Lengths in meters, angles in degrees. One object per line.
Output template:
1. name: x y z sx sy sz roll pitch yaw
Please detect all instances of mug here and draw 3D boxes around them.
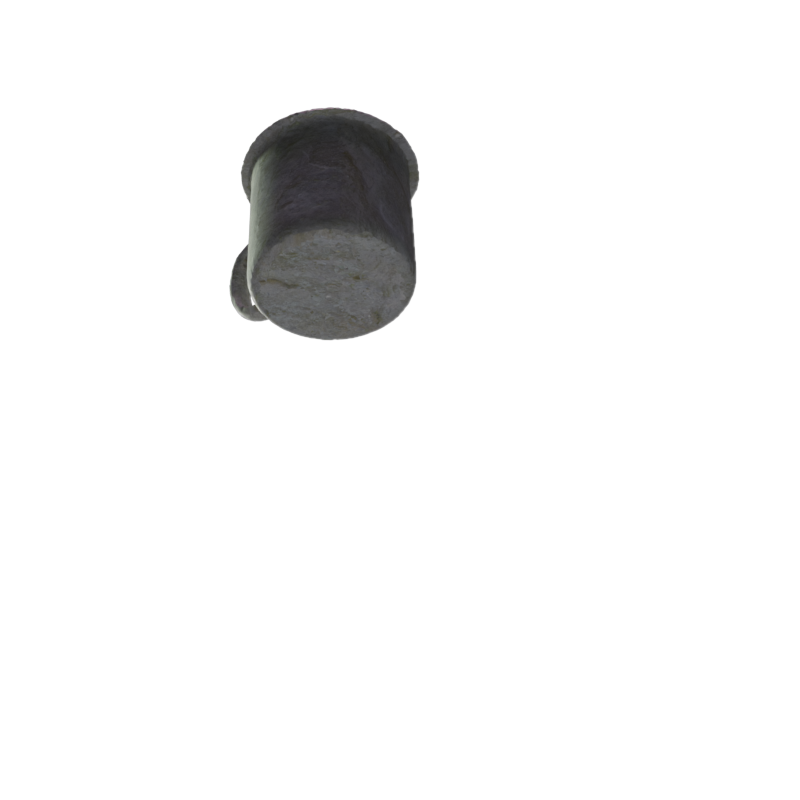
1. mug: -0.044 -0.080 0.559 0.117 0.087 0.087 -29 -48 29
